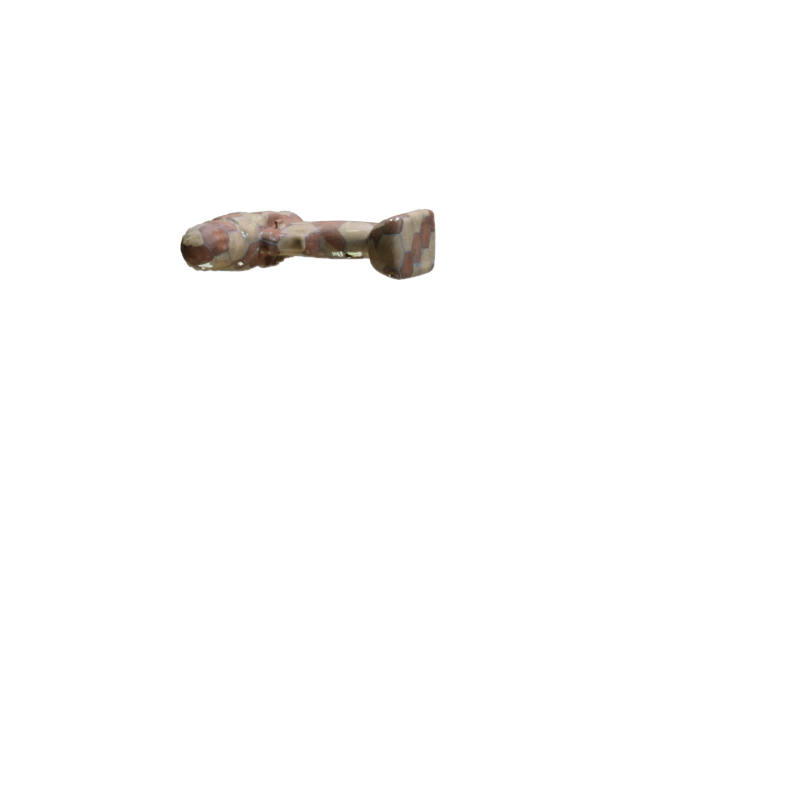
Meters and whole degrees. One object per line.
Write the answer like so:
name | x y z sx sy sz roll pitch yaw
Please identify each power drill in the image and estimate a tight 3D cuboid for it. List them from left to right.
power drill | -0.075 -0.137 0.961 0.194 0.056 0.183 6 15 22
